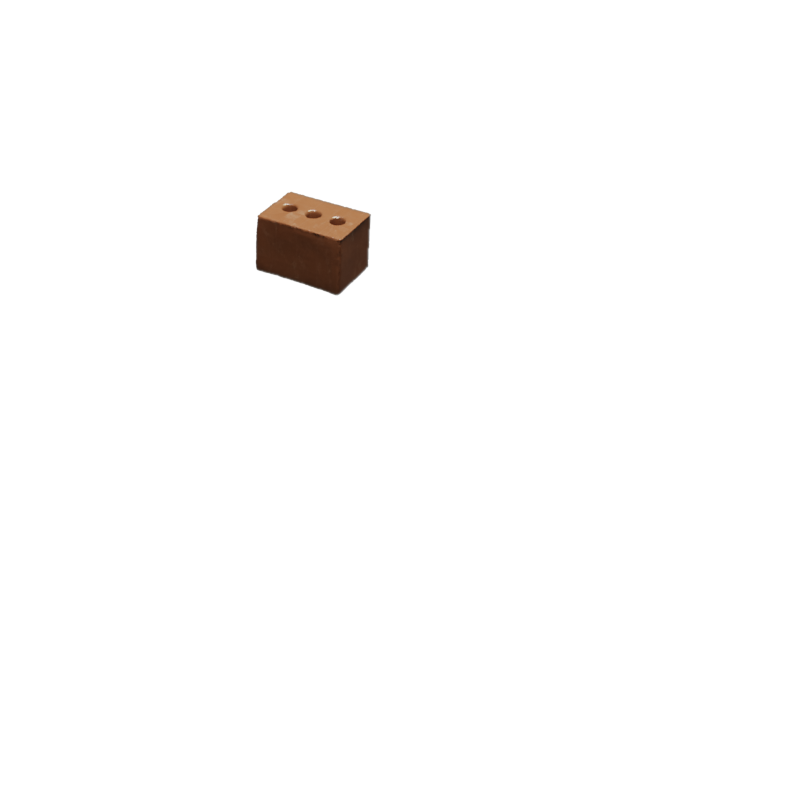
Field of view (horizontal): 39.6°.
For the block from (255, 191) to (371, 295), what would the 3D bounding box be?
[{"bbox_3d":[-0.069,-0.126,0.883,0.081,0.048,0.054,18,37,23],"label":"block"}]
